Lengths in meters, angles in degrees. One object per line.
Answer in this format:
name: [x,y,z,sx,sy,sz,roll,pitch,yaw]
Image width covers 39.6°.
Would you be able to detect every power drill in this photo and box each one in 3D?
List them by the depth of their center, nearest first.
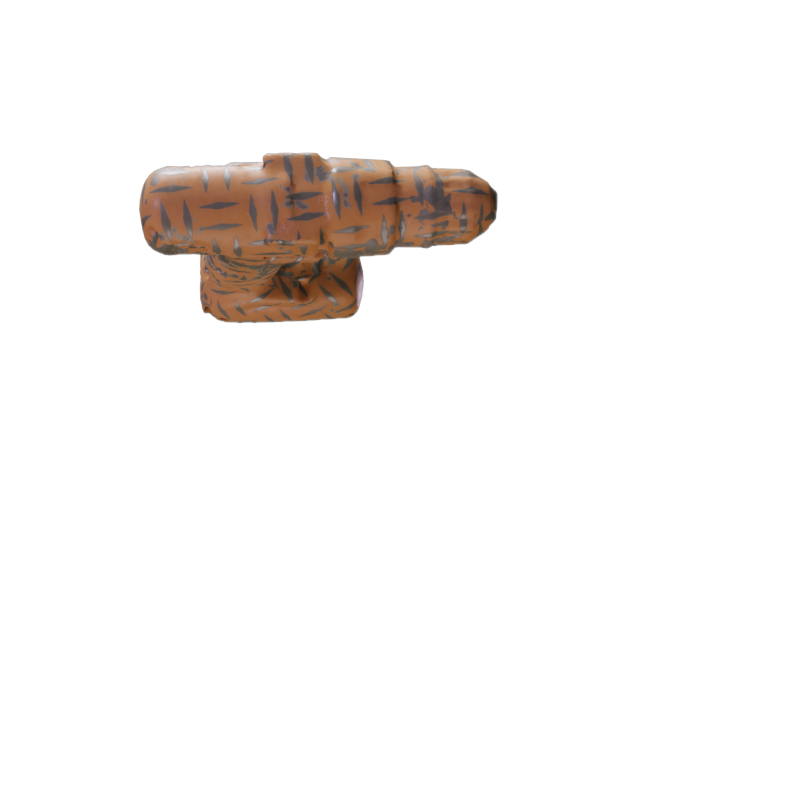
power drill: [-0.050,-0.091,0.639,0.183,0.059,0.183,1,-10,-5]
